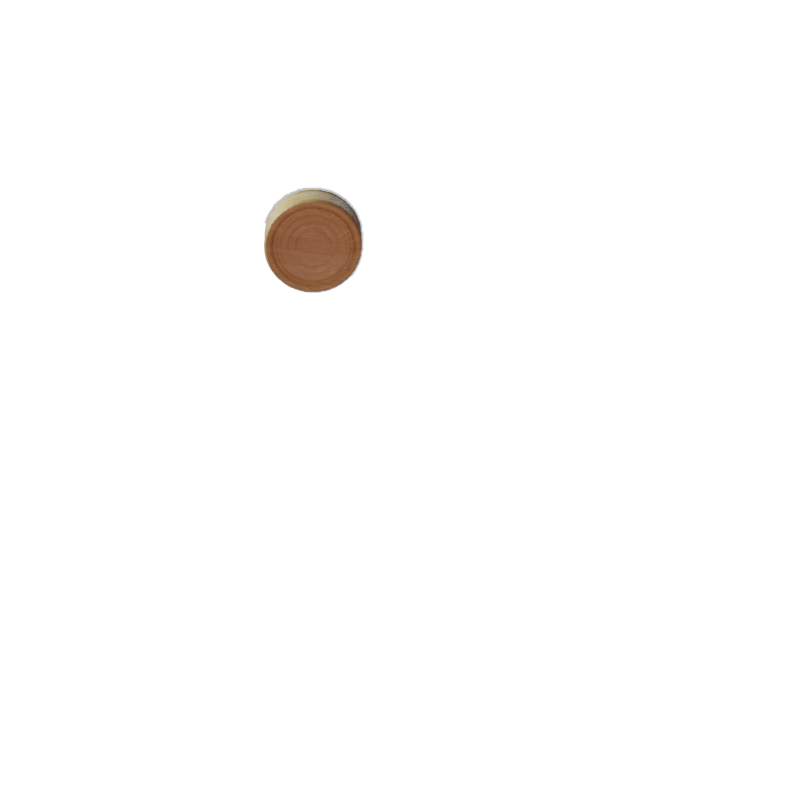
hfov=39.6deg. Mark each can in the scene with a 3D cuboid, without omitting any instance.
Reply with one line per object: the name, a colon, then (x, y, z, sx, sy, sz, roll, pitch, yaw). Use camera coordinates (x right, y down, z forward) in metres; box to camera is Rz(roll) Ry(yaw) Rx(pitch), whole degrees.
can: (-0.075, -0.137, 0.958, 0.086, 0.082, 0.035, 0, 21, -1)
